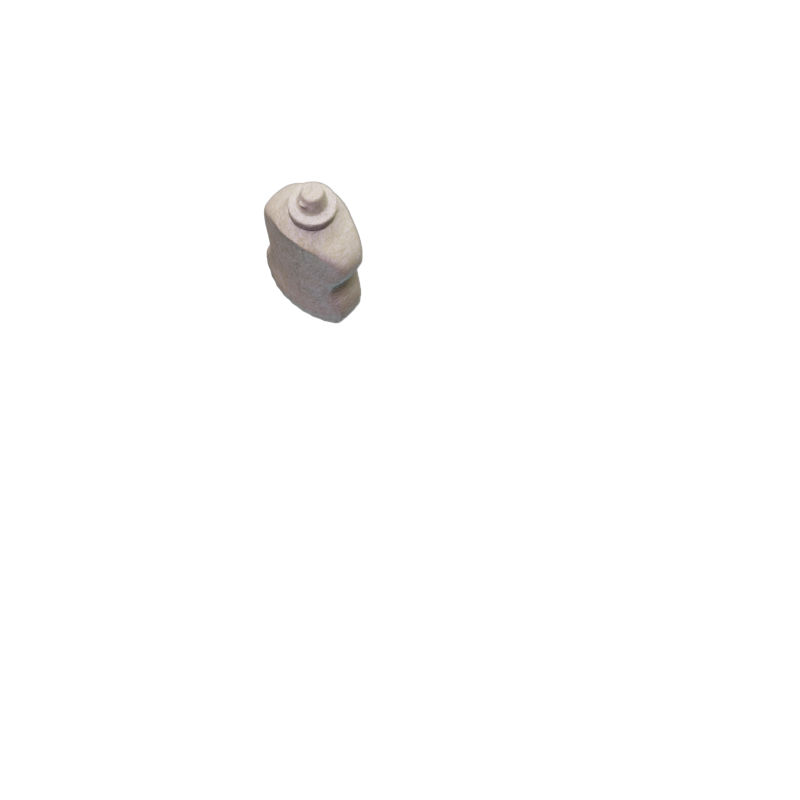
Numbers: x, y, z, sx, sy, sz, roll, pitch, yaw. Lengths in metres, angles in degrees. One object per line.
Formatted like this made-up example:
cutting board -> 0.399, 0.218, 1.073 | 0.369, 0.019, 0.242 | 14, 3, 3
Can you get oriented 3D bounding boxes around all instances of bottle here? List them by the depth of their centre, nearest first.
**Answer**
bottle -> -0.076, -0.138, 0.970 | 0.059, 0.100, 0.183 | -43, -12, -16
